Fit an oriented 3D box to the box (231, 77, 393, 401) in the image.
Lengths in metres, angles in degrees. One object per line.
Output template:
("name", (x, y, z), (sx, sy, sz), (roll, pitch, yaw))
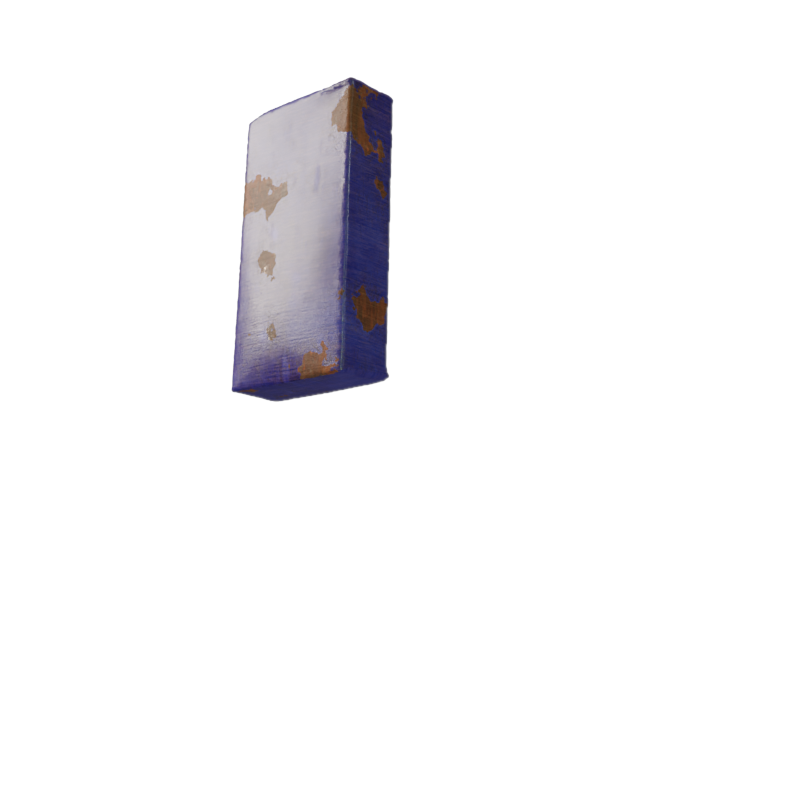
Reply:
("box", (-0.052, -0.094, 0.655), (0.095, 0.184, 0.045), (-15, -22, 40))
